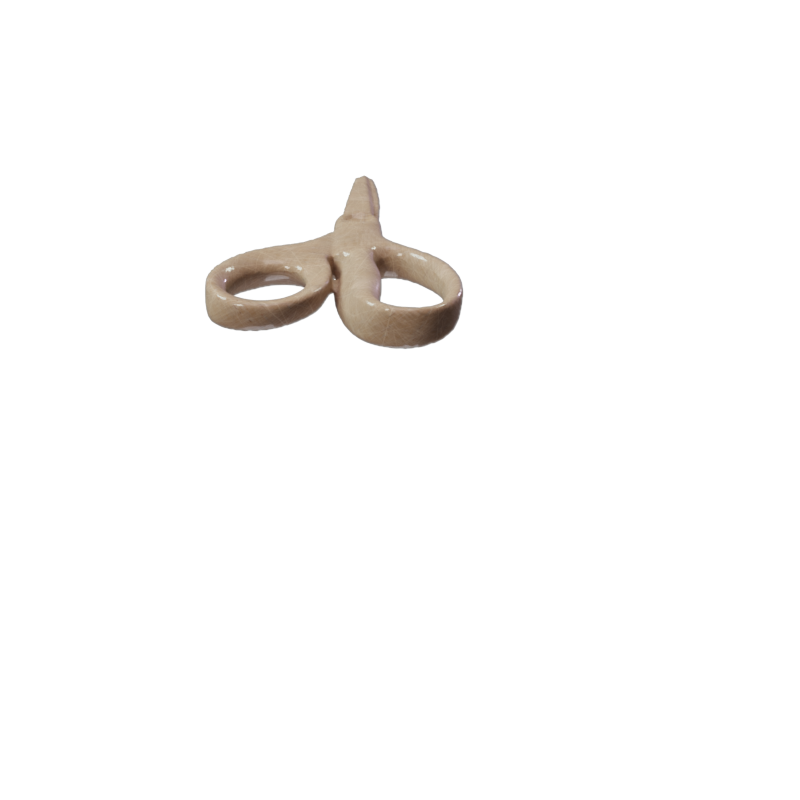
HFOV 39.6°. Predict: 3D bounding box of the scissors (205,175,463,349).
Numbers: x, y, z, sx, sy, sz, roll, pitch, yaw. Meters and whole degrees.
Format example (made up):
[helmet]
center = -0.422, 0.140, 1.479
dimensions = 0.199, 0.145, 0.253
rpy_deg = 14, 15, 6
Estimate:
[scissors]
center = -0.034, -0.063, 0.438
dimensions = 0.095, 0.015, 0.214
rpy_deg = -5, 24, -13
